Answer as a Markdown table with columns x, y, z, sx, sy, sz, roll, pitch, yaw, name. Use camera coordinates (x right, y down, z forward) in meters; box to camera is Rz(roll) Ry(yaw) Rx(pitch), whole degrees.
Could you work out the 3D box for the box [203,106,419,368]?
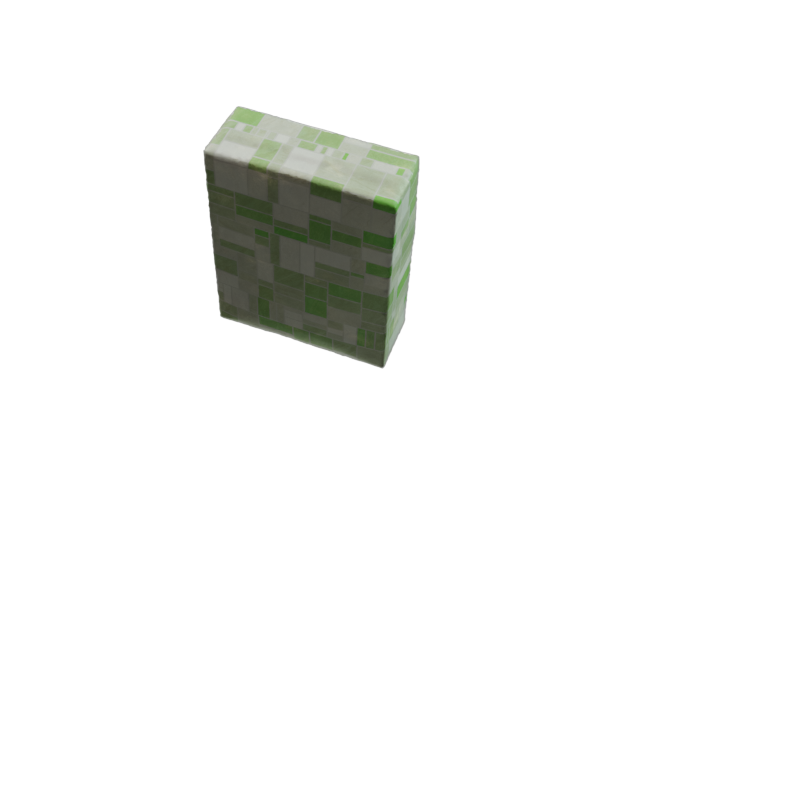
| x | y | z | sx | sy | sz | roll | pitch | yaw | name |
| --- | --- | --- | --- | --- | --- | --- | --- | --- | --- |
| -0.074 | -0.136 | 0.950 | 0.169 | 0.075 | 0.199 | 19 | -37 | 12 | box |
